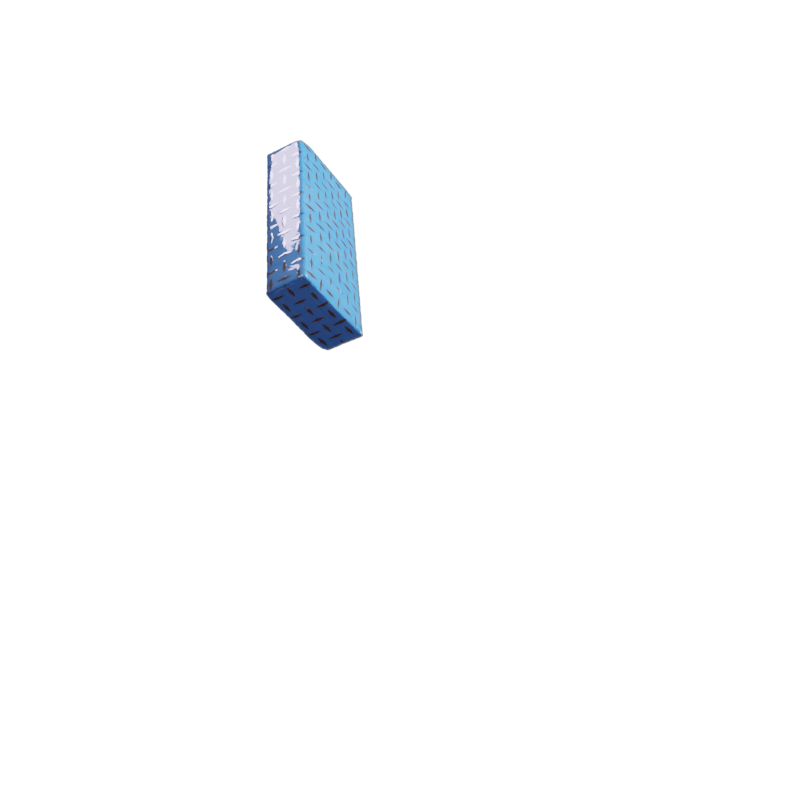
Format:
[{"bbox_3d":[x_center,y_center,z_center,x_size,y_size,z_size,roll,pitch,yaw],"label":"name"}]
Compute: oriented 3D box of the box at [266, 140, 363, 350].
[{"bbox_3d":[-0.076,-0.139,0.975,0.048,0.189,0.086,-23,-44,22],"label":"box"}]
